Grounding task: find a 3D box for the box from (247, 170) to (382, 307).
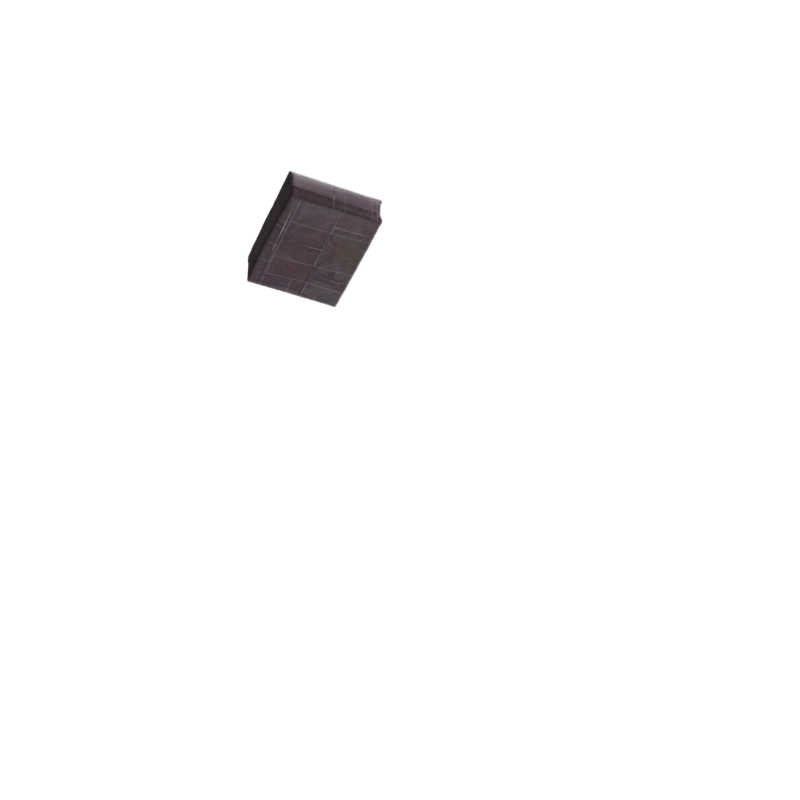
[{"bbox_3d":[-0.078,-0.143,0.999,0.087,0.042,0.109,17,-47,-17],"label":"box"}]
